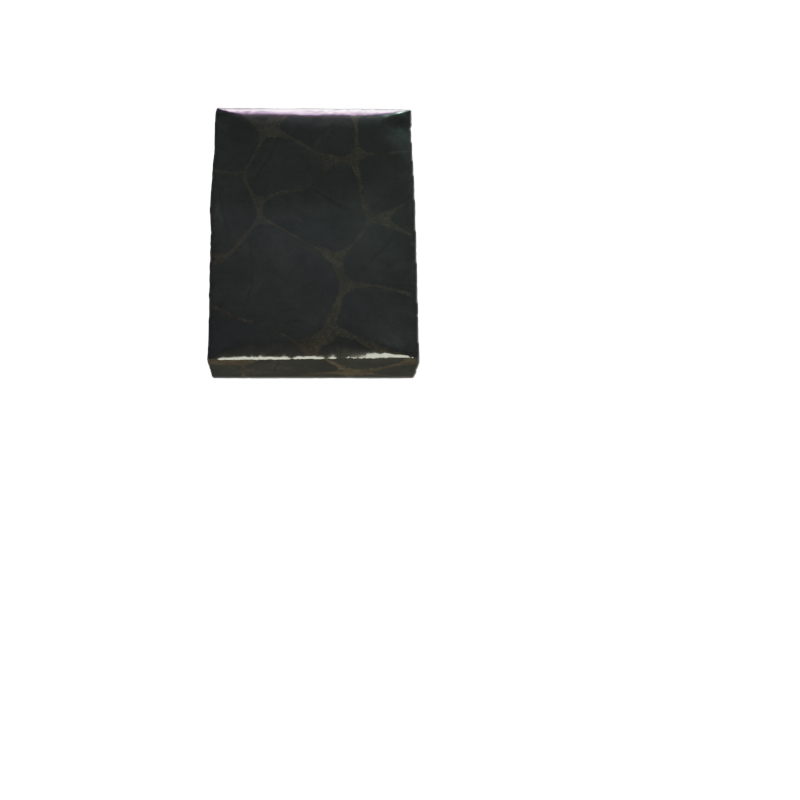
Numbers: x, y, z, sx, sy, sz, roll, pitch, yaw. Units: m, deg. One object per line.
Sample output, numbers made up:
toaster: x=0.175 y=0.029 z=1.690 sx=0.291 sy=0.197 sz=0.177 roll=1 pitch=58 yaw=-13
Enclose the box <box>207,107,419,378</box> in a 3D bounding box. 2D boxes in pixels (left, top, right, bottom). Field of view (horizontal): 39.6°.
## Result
box: x=-0.070 y=-0.127 z=0.891 sx=0.164 sy=0.223 sz=0.069 roll=0 pitch=-18 yaw=-2
